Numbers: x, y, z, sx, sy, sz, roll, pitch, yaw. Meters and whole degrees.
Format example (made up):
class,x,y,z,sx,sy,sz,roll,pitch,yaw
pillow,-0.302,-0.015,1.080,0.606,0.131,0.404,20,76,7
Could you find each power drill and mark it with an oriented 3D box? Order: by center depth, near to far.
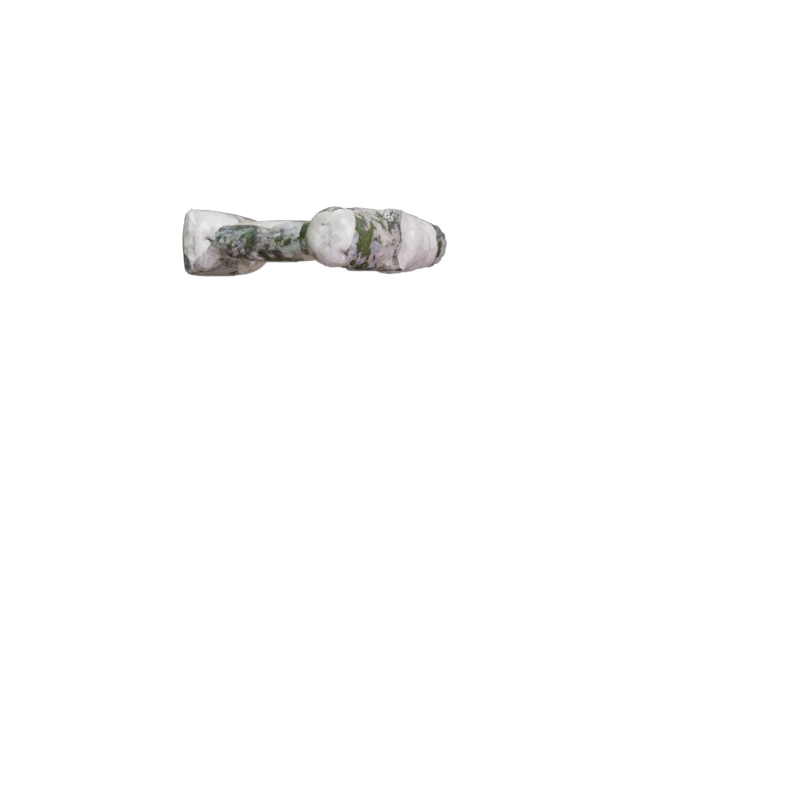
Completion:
class,x,y,z,sx,sy,sz,roll,pitch,yaw
power drill,-0.073,-0.133,0.930,0.194,0.058,0.178,1,3,30
